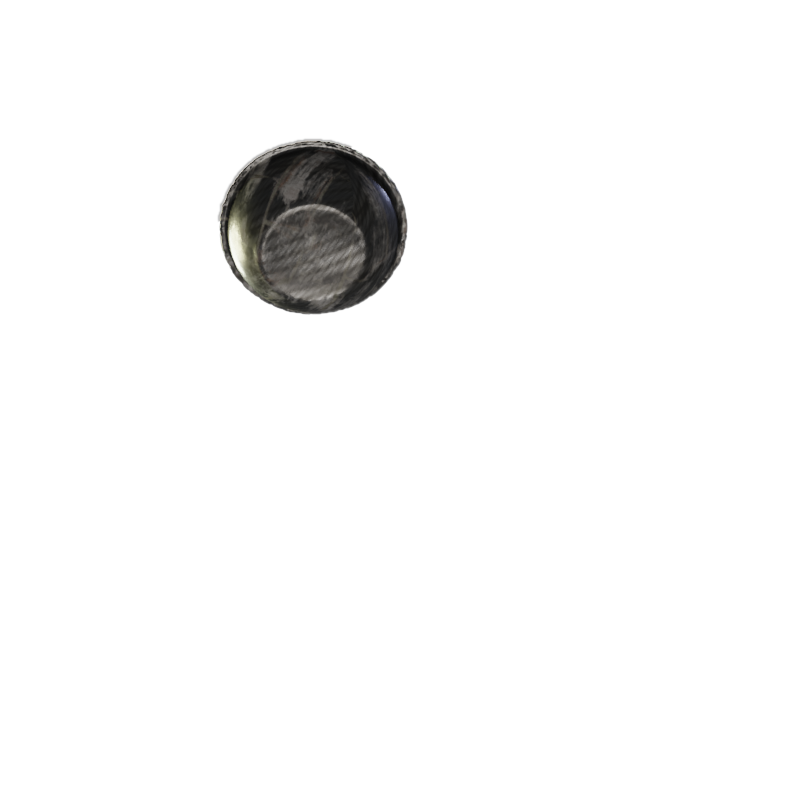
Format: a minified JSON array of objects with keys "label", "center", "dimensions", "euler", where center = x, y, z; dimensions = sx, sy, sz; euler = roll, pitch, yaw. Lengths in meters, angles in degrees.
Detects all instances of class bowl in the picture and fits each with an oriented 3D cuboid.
[{"label":"bowl","center":[-0.073,-0.133,0.928],"dimensions":[0.162,0.154,0.058],"euler":[1,25,-1]}]
